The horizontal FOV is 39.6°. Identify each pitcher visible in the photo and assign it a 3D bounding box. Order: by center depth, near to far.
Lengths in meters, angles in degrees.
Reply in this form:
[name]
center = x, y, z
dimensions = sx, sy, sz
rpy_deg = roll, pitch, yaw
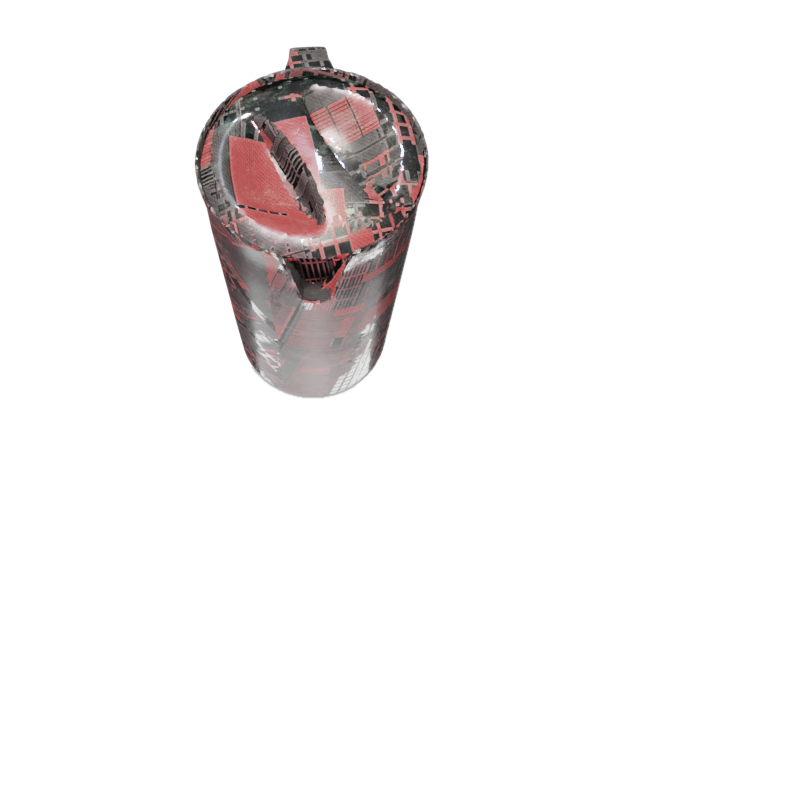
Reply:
[pitcher]
center = -0.058, -0.105, 0.735
dimensions = 0.151, 0.151, 0.230
rpy_deg = 39, -21, 14
